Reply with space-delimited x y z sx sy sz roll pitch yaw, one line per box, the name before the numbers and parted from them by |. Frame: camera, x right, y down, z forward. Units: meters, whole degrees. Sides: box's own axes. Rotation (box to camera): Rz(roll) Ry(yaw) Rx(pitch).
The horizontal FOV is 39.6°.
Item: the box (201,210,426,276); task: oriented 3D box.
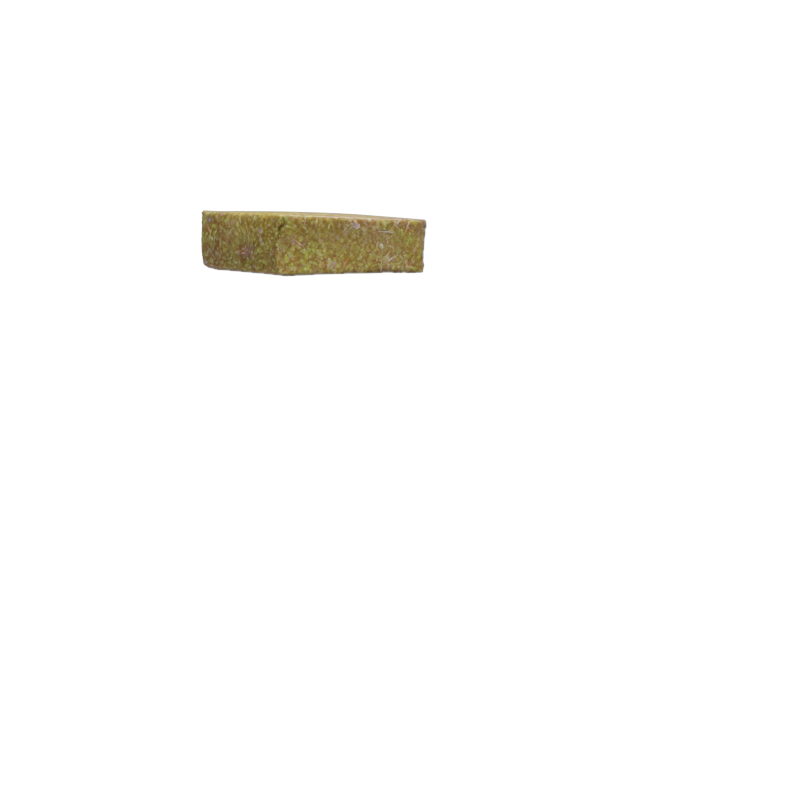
box | -0.054 -0.099 0.690 0.110 0.038 0.094 -7 12 -38
